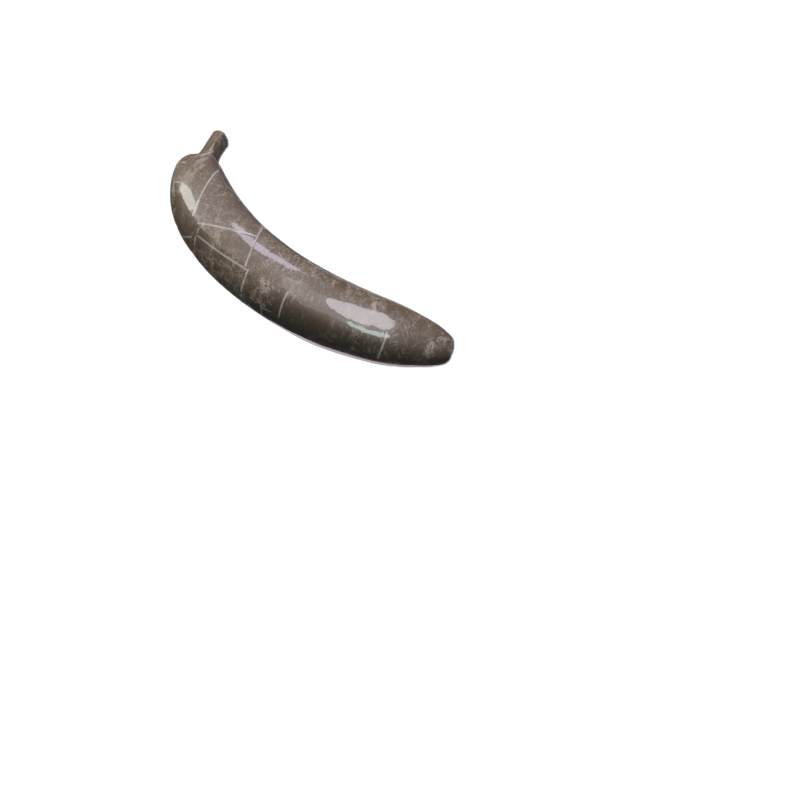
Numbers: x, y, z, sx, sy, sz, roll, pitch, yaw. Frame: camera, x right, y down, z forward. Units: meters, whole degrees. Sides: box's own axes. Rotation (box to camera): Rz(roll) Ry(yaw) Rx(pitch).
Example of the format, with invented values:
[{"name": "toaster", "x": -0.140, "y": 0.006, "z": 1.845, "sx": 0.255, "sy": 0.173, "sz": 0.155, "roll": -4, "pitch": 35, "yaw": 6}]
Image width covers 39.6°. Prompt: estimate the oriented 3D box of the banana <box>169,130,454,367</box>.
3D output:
[{"name": "banana", "x": -0.061, "y": -0.074, "z": 0.571, "sx": 0.070, "sy": 0.210, "sz": 0.034, "roll": -35, "pitch": -27, "yaw": -21}]
